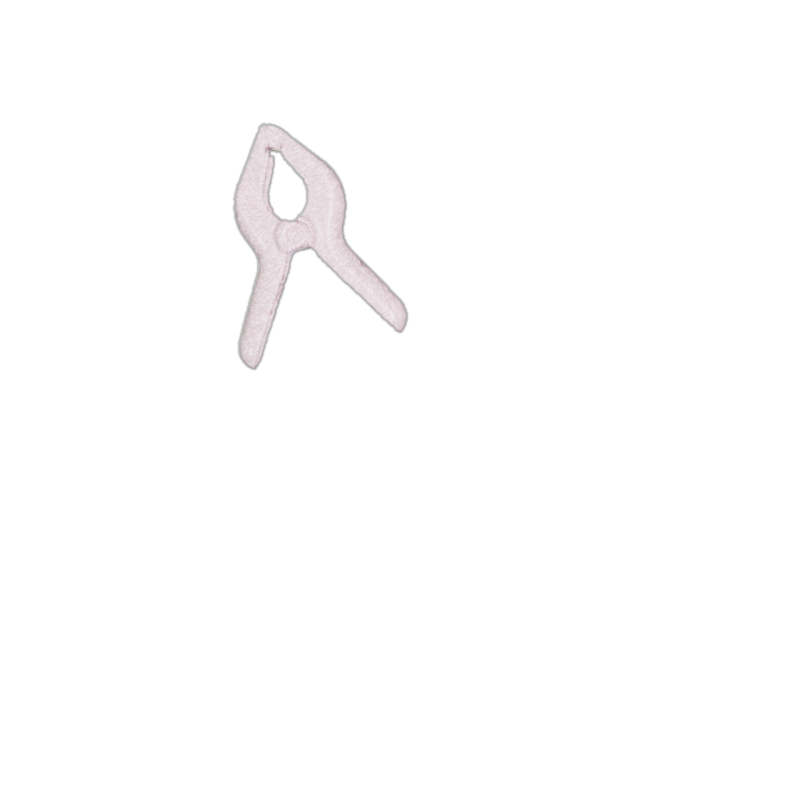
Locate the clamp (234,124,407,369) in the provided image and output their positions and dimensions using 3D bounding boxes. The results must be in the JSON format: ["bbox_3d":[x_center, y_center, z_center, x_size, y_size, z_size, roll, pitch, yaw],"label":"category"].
[{"bbox_3d":[-0.061,-0.112,0.785,0.120,0.172,0.039,-6,-1,0],"label":"clamp"}]
